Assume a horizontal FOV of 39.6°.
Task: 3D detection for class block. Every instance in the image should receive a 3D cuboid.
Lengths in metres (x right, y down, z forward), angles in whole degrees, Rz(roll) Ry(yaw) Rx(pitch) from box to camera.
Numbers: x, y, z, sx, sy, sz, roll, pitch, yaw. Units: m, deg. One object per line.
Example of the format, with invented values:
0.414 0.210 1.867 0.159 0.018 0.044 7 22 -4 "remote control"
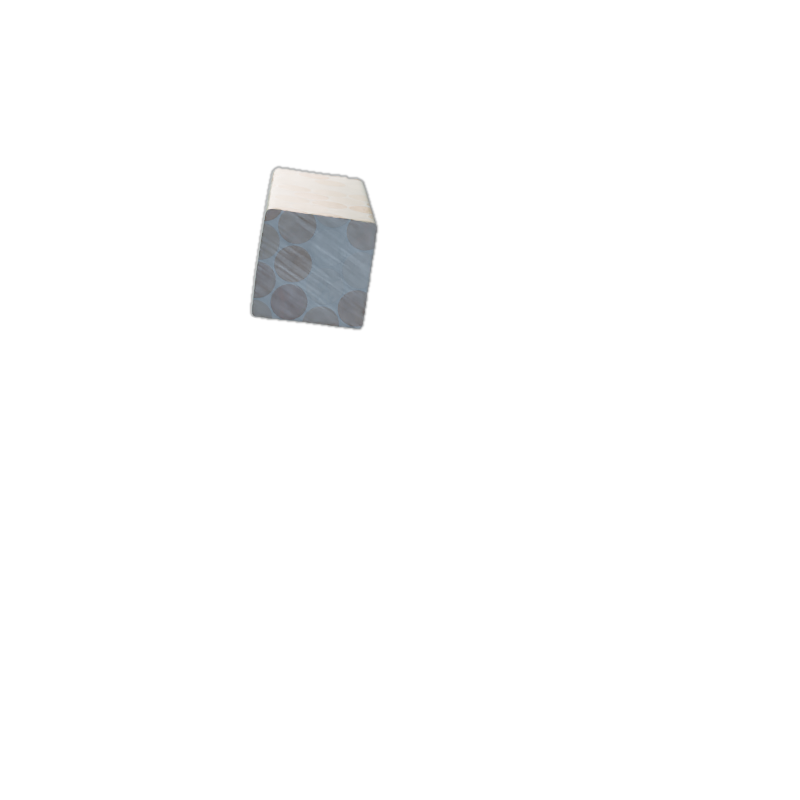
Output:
-0.075 -0.138 0.961 0.090 0.087 0.214 7 18 -6 "block"
